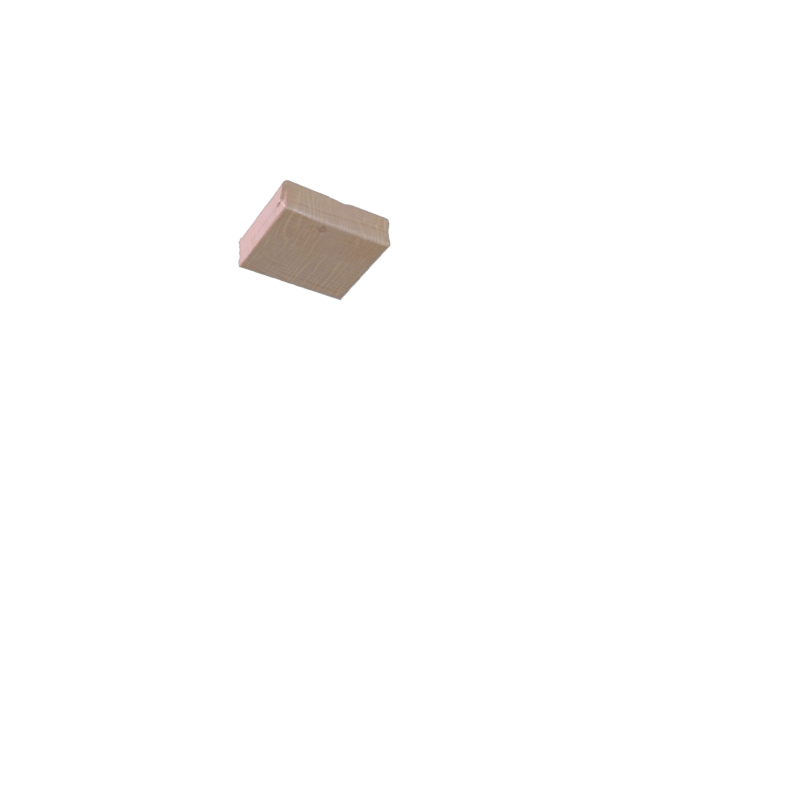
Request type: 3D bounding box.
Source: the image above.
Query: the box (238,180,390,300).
[{"bbox_3d":[-0.063,-0.115,0.807,0.086,0.032,0.071,19,-41,-23],"label":"box"}]
